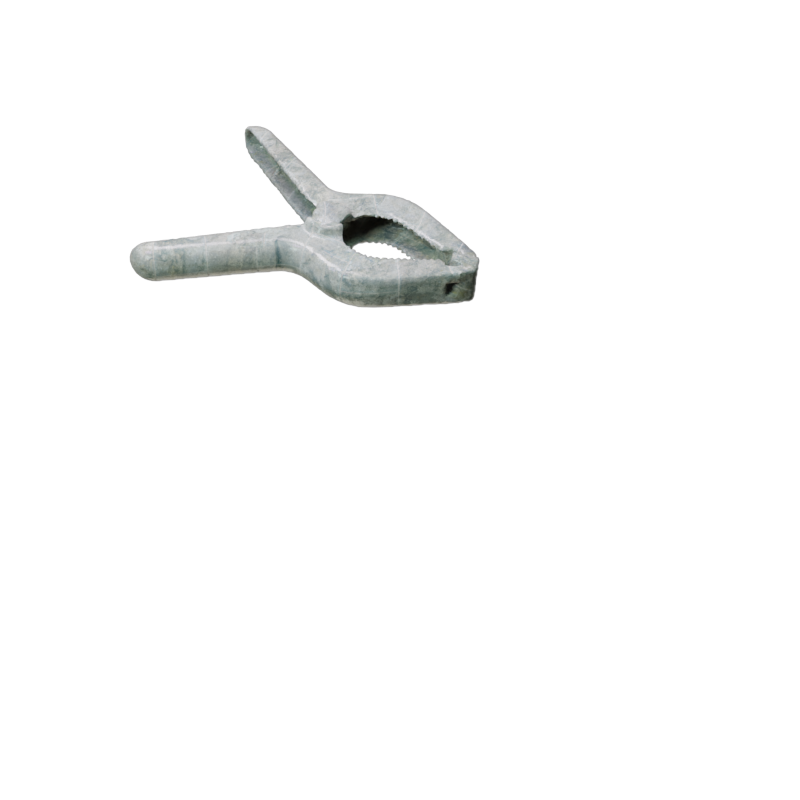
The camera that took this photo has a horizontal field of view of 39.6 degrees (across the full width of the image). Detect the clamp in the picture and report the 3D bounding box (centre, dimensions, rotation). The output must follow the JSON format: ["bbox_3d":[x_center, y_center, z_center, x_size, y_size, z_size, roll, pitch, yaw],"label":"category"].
[{"bbox_3d":[-0.056,-0.101,0.710,0.220,0.034,0.169,23,49,21],"label":"clamp"}]
